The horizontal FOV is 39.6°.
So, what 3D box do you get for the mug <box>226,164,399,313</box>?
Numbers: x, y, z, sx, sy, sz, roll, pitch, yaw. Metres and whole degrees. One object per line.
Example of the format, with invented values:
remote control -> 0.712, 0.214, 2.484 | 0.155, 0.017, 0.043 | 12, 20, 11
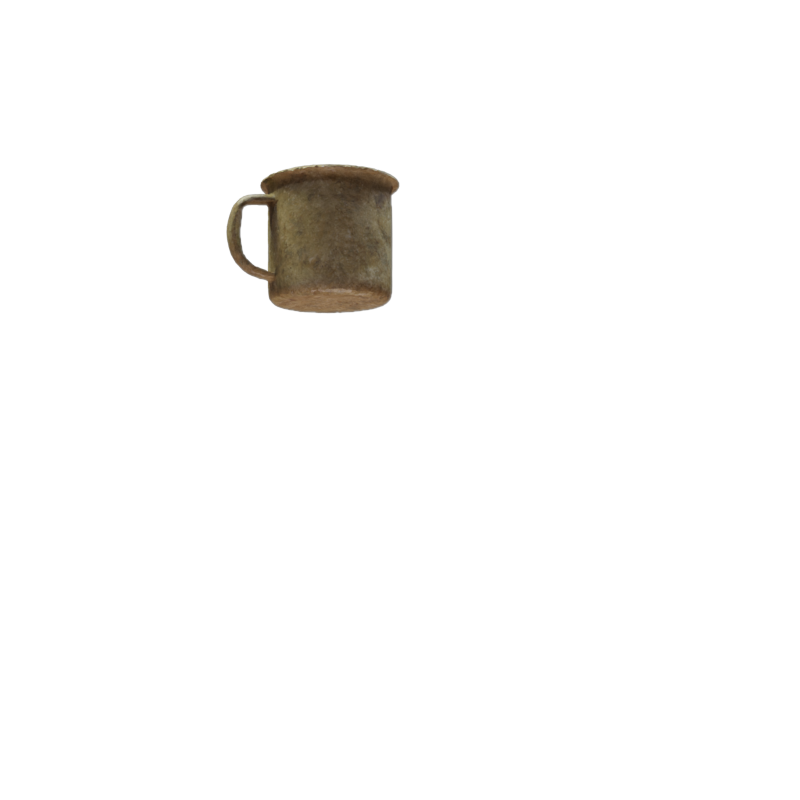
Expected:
mug -> -0.057, -0.104, 0.727 | 0.113, 0.084, 0.094 | 4, -10, -26
